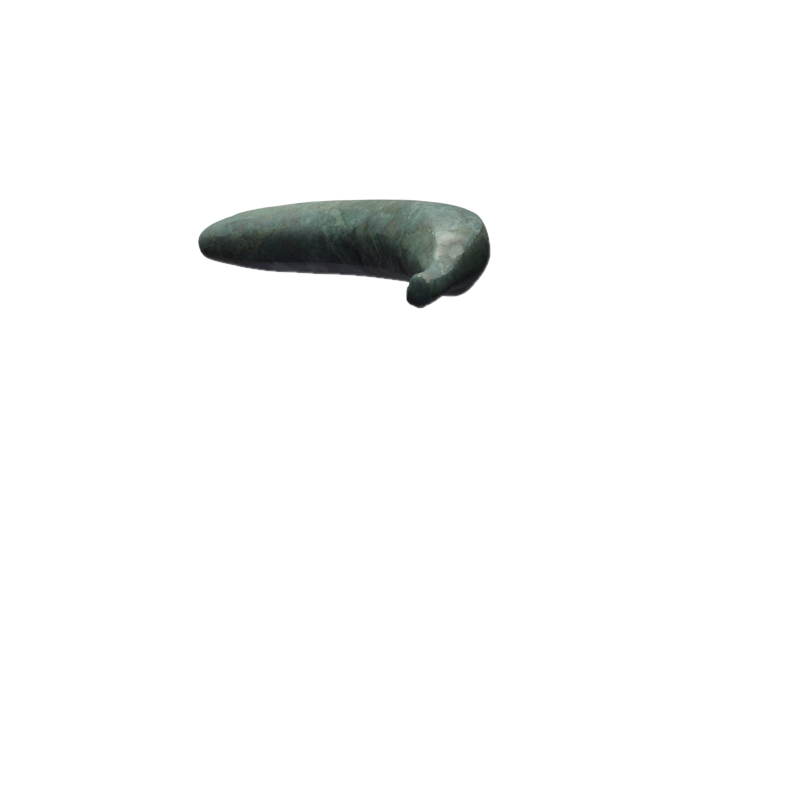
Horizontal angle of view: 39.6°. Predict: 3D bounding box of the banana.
[{"bbox_3d":[-0.020,-0.070,0.490,0.067,0.036,0.207,-6,13,-32],"label":"banana"}]
